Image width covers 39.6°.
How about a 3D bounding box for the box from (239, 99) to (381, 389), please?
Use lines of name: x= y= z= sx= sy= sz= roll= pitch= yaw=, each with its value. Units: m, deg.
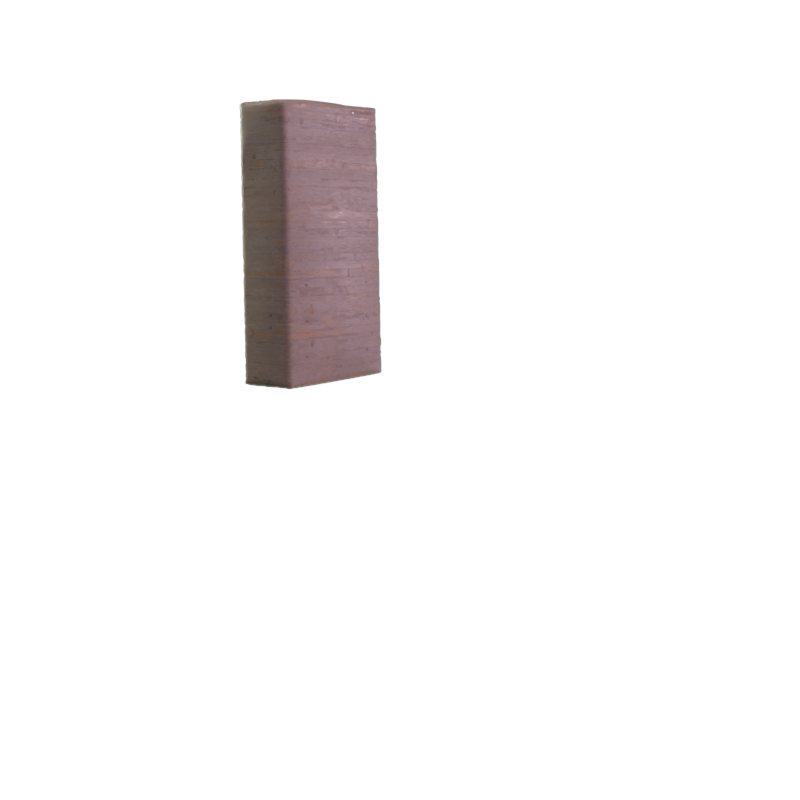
box: x=-0.055 y=-0.101 z=0.708 sx=0.050 sy=0.175 sz=0.090 roll=3 pitch=5 yaw=39
